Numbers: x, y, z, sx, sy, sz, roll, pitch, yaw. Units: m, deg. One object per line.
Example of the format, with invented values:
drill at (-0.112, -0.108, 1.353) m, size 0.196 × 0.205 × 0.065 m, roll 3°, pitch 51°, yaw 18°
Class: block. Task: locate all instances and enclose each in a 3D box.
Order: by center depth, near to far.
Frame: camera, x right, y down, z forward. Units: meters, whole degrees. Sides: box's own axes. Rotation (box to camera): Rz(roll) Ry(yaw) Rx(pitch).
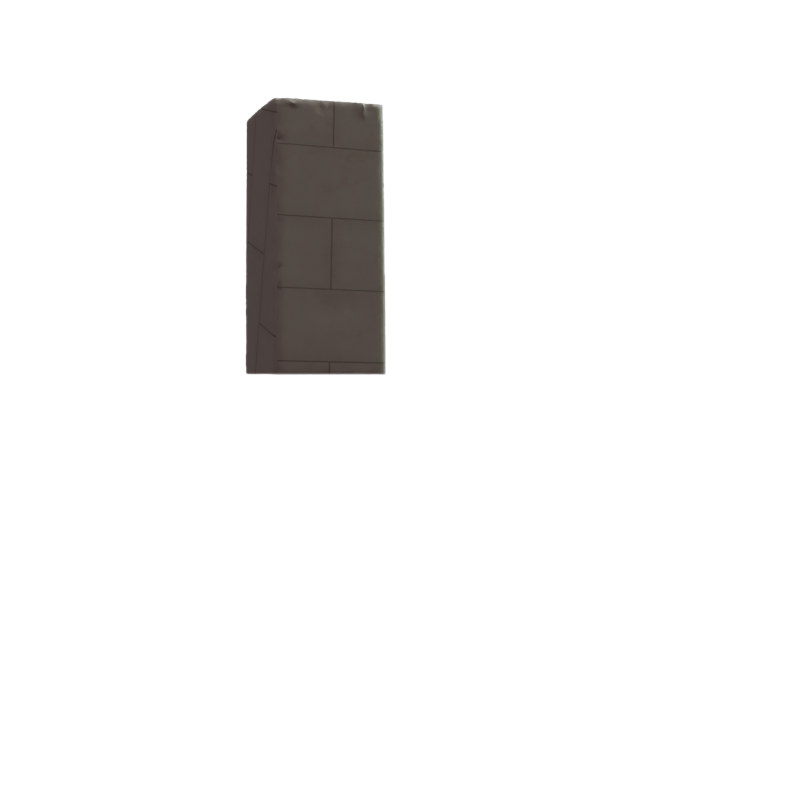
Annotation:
block at (-0.068, -0.124, 0.868) m, size 0.088 × 0.209 × 0.091 m, roll 1°, pitch -5°, yaw -20°
